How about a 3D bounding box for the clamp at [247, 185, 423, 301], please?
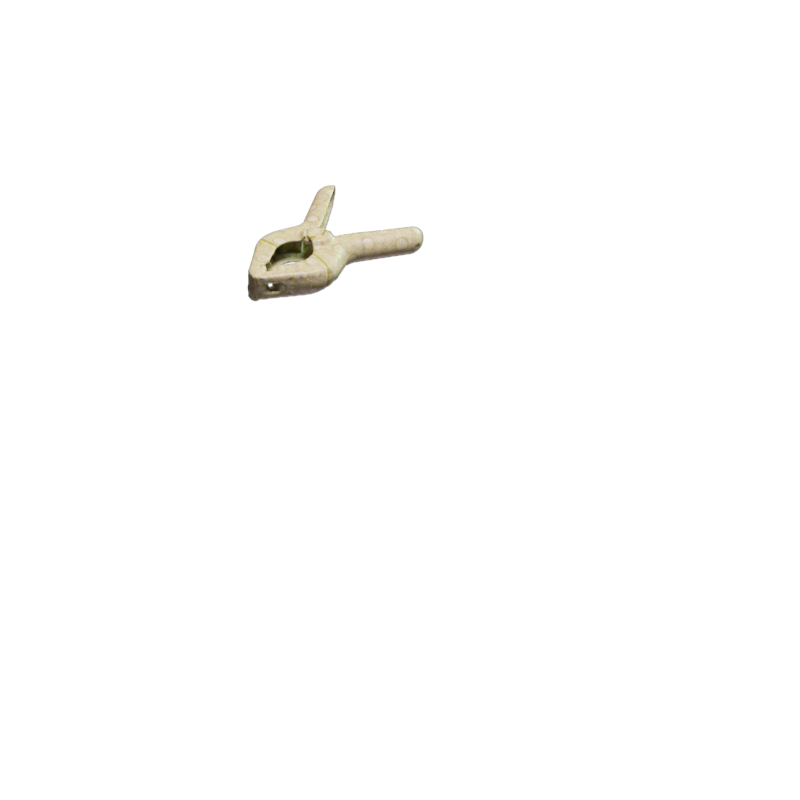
[{"bbox_3d":[-0.078,-0.141,0.991,0.170,0.037,0.129,-26,41,-33],"label":"clamp"}]
